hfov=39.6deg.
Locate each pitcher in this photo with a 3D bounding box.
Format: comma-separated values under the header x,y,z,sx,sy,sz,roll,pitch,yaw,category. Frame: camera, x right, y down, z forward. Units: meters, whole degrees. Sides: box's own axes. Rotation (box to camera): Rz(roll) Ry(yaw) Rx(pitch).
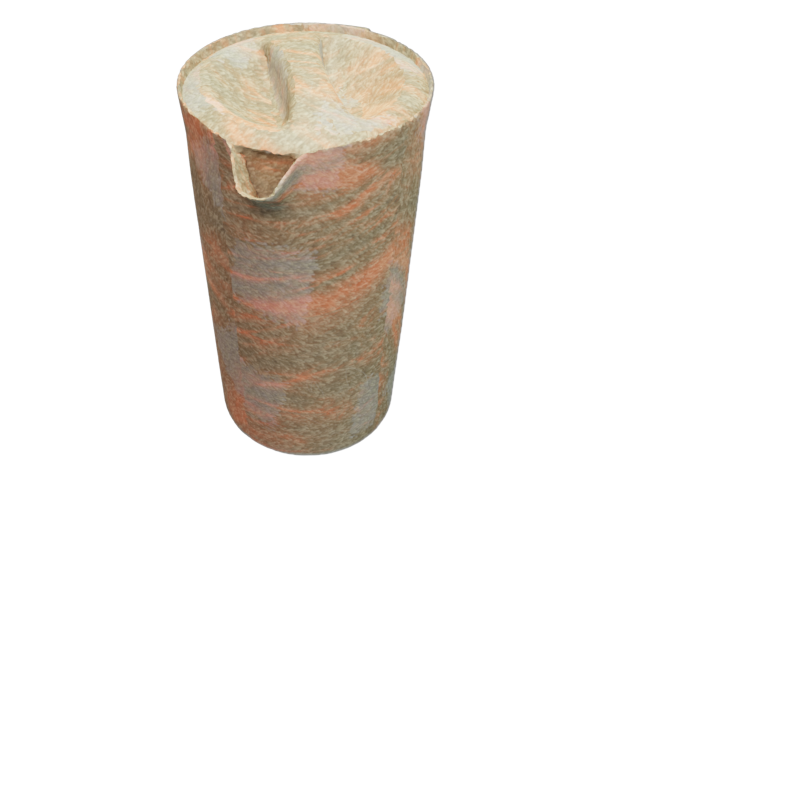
x,y,z,sx,sy,sz,roll,pitch,yaw,category
-0.051,-0.093,0.651,0.148,0.227,0.157,-21,47,-24,pitcher
